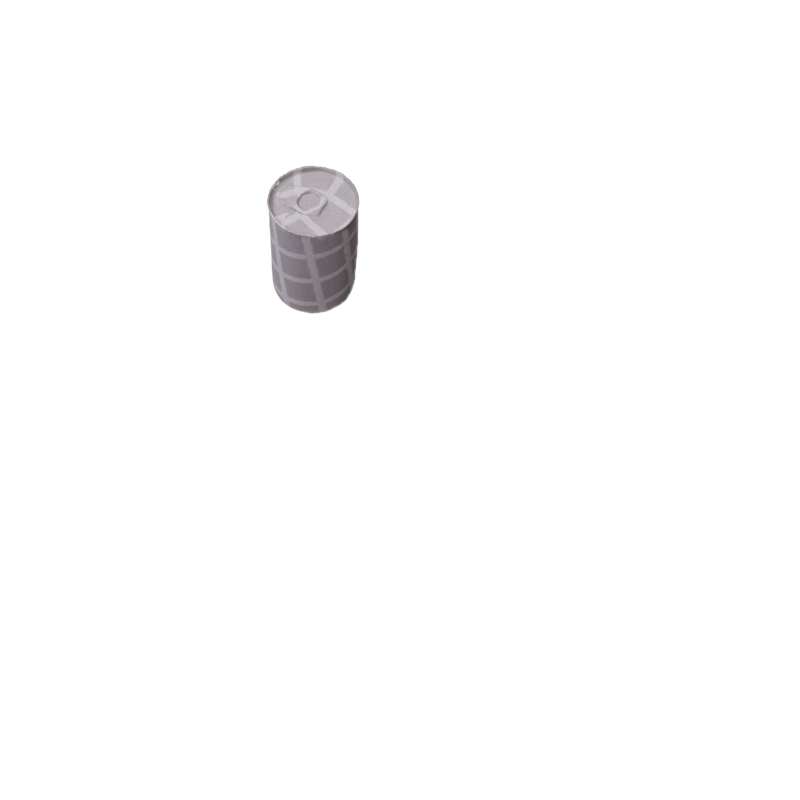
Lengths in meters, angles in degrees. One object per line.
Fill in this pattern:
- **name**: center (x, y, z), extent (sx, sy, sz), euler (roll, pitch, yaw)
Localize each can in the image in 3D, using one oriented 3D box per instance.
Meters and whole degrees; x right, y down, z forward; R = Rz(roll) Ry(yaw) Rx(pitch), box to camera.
- **can**: center (-0.067, -0.122, 0.855), extent (0.068, 0.073, 0.096), euler (0, -33, -3)
